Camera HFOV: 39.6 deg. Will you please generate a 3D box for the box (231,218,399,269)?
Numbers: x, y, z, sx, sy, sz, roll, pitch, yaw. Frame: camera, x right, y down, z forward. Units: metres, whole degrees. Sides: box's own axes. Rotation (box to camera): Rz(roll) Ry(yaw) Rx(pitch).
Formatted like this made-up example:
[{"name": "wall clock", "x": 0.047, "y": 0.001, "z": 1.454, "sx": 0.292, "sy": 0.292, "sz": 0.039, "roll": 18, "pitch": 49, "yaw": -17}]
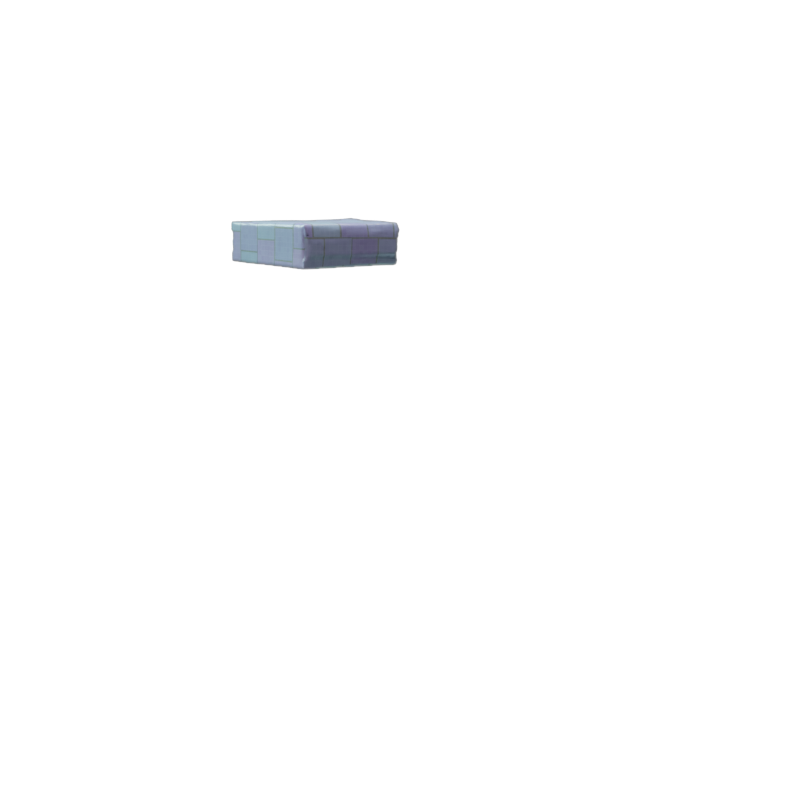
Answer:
[{"name": "box", "x": -0.056, "y": -0.102, "z": 0.715, "sx": 0.071, "sy": 0.030, "sz": 0.093, "roll": -6, "pitch": 11, "yaw": -36}]
